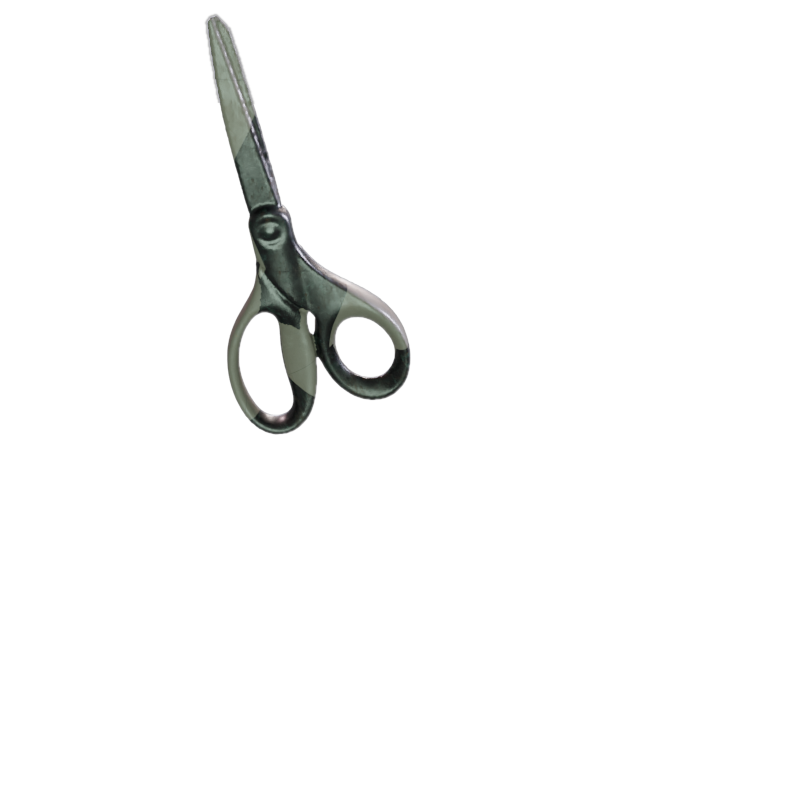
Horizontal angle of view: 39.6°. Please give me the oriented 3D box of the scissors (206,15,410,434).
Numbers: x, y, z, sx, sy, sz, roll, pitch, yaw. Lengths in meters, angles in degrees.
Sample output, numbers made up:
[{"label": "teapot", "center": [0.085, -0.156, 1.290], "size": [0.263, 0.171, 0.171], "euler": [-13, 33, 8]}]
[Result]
[{"label": "scissors", "center": [-0.039, -0.072, 0.502], "size": [0.096, 0.191, 0.017], "euler": [3, 25, -2]}]
